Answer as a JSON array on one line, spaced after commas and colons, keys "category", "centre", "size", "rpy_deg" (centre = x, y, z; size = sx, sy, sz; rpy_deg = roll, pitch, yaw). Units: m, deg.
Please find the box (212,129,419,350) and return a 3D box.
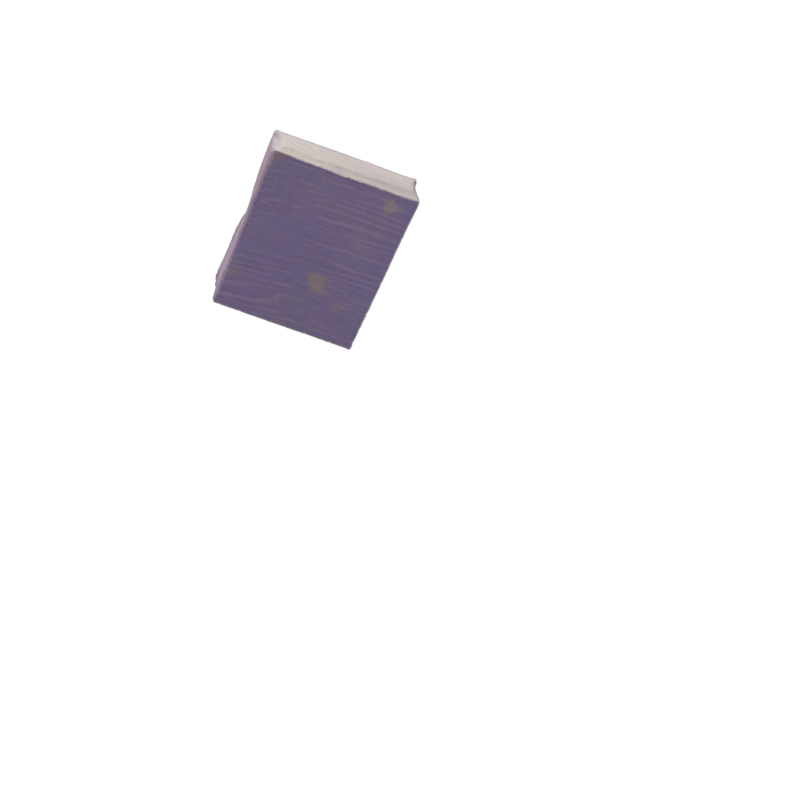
[{"category": "box", "centre": [-0.042, -0.076, 0.533], "size": [0.071, 0.086, 0.032], "rpy_deg": [19, 28, -12]}]
